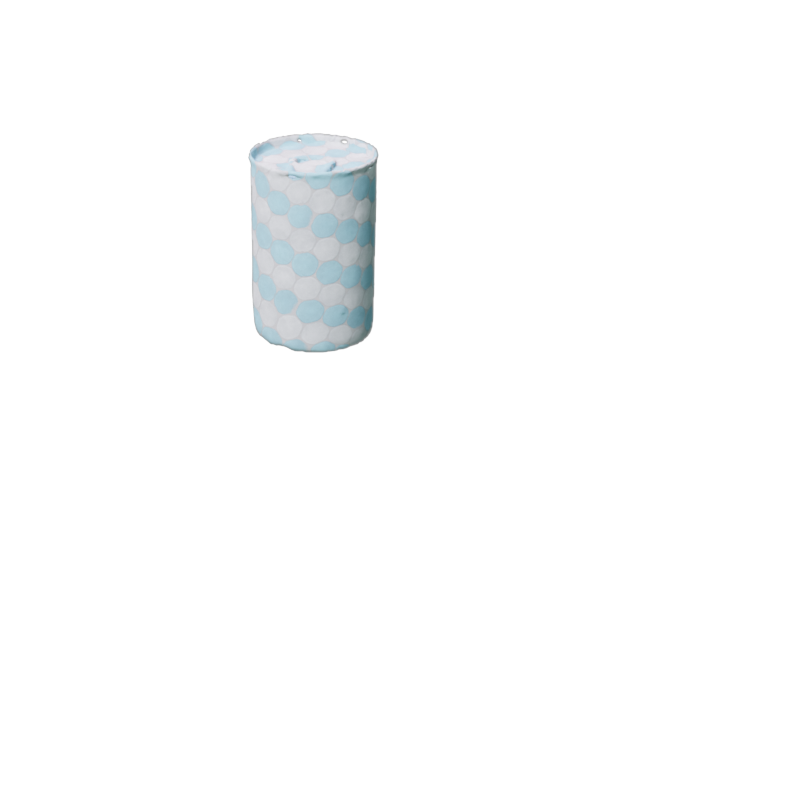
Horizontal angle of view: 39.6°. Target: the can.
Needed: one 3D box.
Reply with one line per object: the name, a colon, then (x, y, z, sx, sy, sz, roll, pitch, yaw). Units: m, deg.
can: (-0.047, -0.085, 0.599, 0.068, 0.097, 0.072, 0, 25, -2)
